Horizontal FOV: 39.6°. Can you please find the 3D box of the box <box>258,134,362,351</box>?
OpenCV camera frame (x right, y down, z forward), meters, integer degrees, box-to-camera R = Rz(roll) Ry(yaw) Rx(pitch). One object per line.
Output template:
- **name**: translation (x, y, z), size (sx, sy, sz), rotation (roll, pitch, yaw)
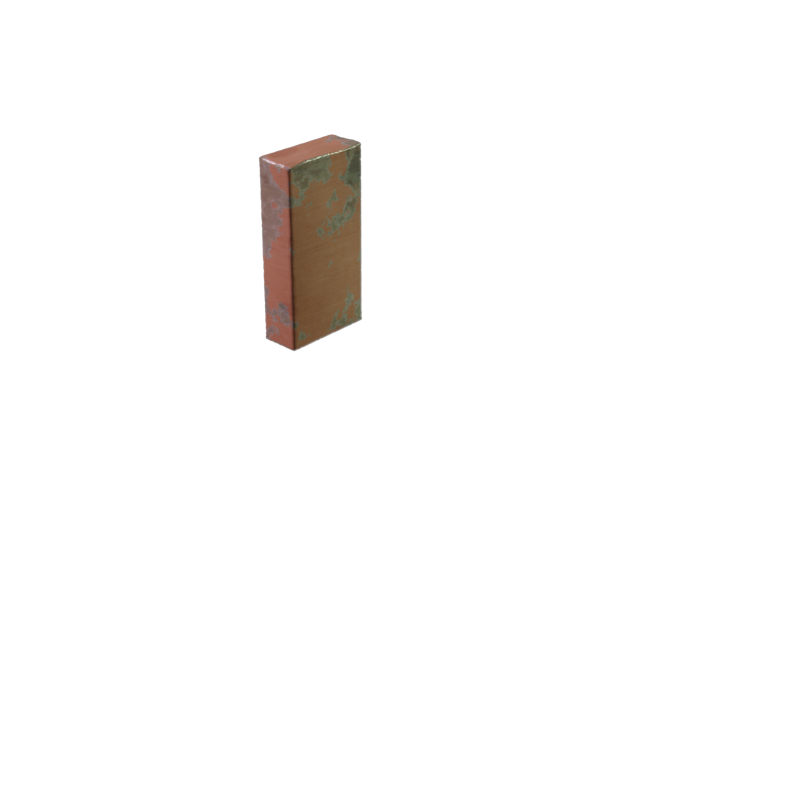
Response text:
- **box**: translation (-0.078, -0.142, 0.999), size (0.051, 0.167, 0.093), rotation (23, 34, 36)
